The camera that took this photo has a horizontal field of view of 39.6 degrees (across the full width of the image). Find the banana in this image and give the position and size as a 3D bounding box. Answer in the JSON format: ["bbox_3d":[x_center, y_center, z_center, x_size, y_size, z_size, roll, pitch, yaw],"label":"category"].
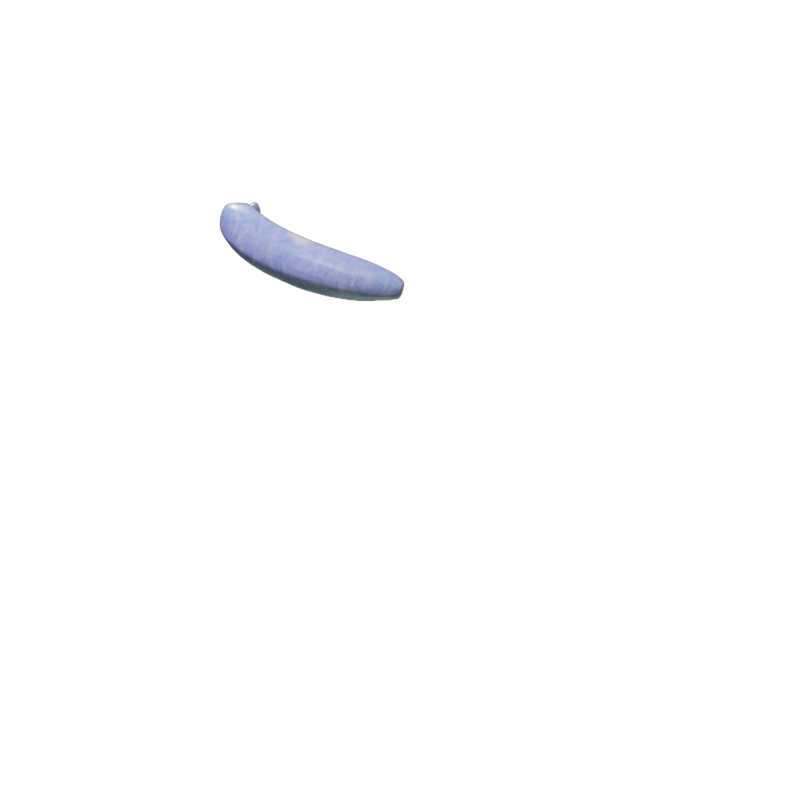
[{"bbox_3d":[-0.084,-0.119,0.858,0.069,0.035,0.212,-23,40,-32],"label":"banana"}]
